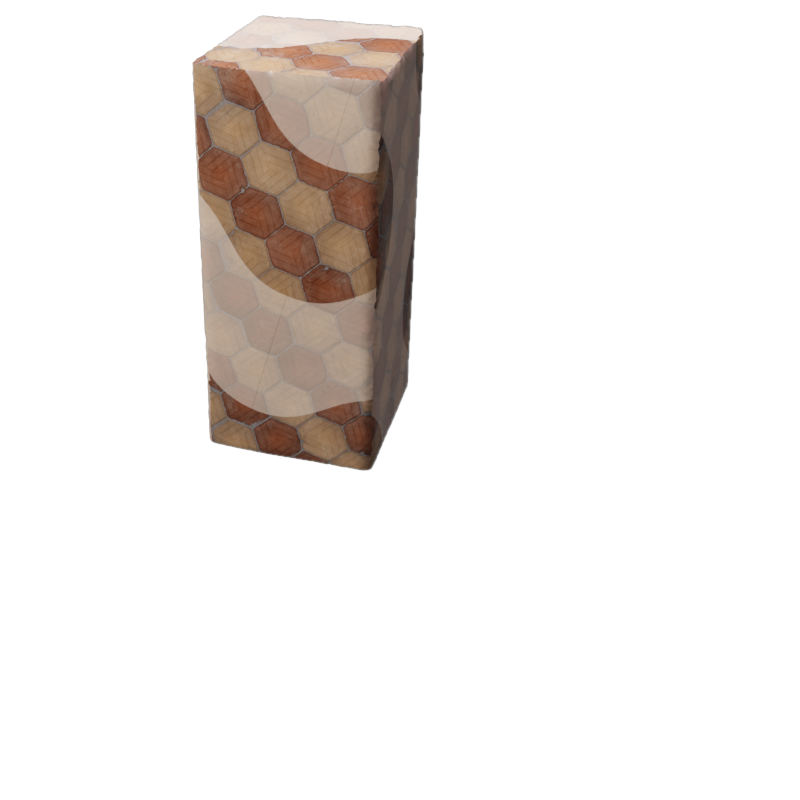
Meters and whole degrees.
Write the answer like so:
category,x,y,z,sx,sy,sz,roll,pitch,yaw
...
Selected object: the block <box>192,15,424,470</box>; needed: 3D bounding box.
category,x,y,z,sx,sy,sz,roll,pitch,yaw
block,-0.043,-0.080,0.562,0.092,0.195,0.094,9,29,13
